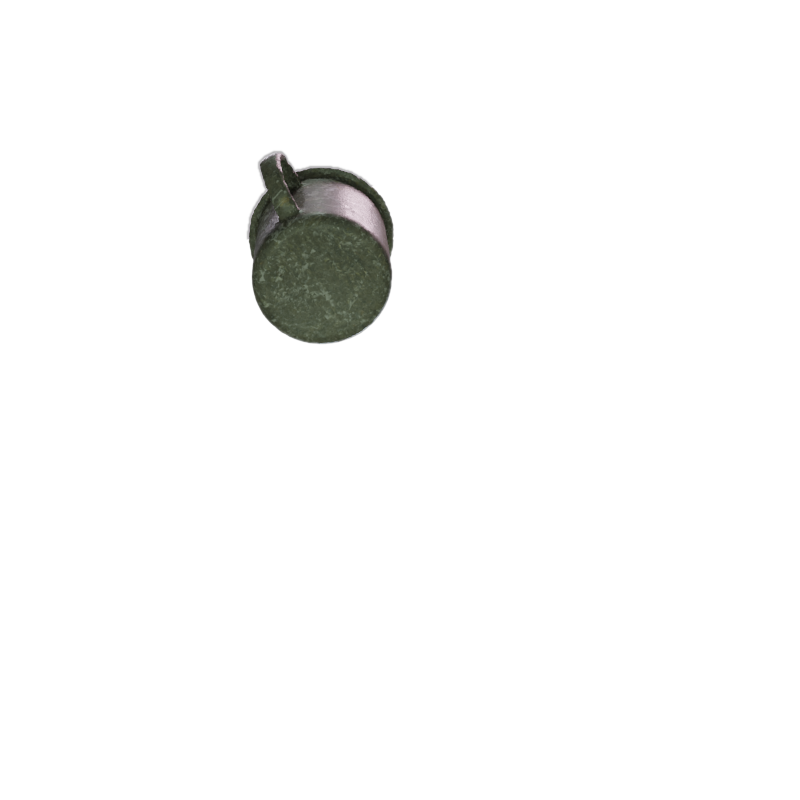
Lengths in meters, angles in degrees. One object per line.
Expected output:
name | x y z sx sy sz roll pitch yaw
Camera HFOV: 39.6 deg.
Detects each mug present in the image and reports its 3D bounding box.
mug | -0.052 -0.095 0.668 0.093 0.111 0.086 -22 22 8
